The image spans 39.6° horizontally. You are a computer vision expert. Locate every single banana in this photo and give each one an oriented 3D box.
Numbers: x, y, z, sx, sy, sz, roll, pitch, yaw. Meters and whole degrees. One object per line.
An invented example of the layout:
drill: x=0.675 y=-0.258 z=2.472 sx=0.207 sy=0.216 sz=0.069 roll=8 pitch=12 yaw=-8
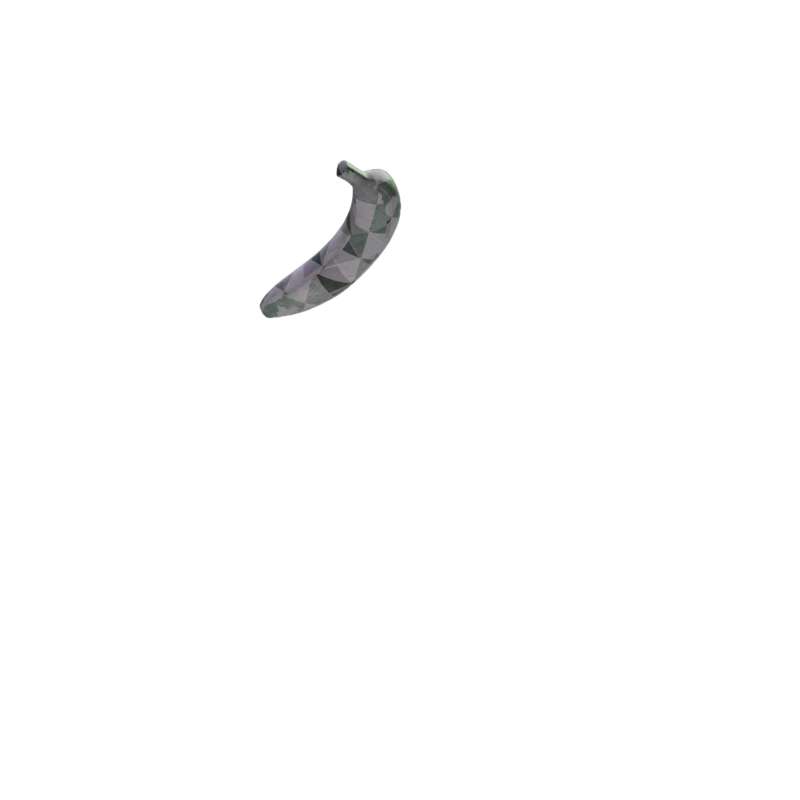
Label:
banana: x=-0.046 y=-0.117 z=0.832 sx=0.067 sy=0.039 sz=0.190 roll=12 pitch=-34 yaw=-19
